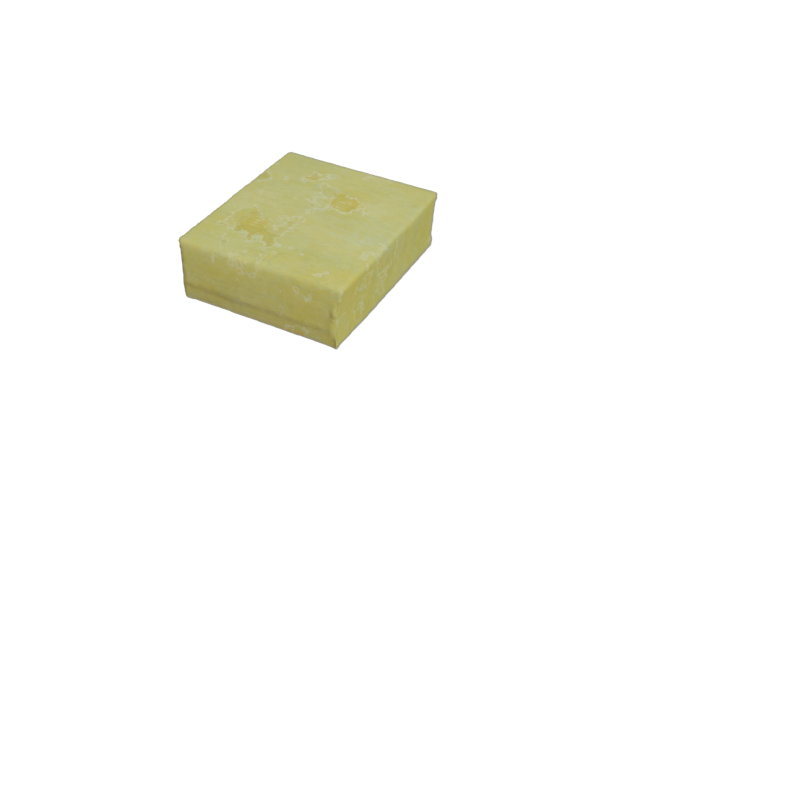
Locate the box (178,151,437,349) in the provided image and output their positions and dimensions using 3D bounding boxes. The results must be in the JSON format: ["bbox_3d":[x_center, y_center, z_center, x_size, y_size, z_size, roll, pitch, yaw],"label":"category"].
[{"bbox_3d":[-0.044,-0.080,0.562,0.093,0.036,0.117,17,41,20],"label":"box"}]
